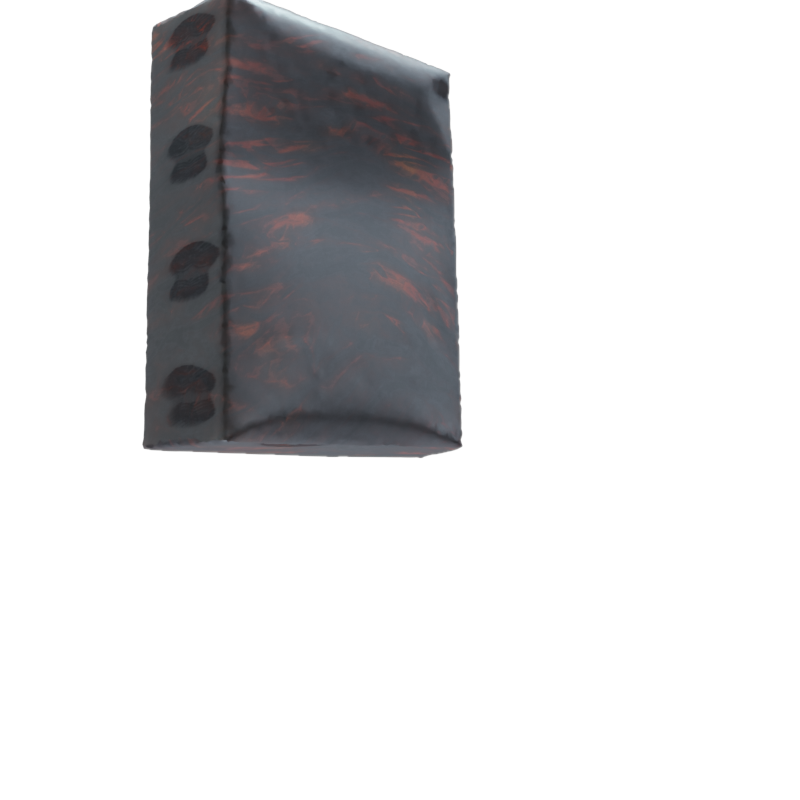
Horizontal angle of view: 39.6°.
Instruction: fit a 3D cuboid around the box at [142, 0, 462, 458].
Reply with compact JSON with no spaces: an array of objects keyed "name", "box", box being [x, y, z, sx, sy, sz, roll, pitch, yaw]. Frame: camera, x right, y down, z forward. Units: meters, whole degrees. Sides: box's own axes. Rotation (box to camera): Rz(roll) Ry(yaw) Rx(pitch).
[{"name":"box","box":[-0.044,-0.081,0.565,0.156,0.220,0.073,9,-16,-44]}]
